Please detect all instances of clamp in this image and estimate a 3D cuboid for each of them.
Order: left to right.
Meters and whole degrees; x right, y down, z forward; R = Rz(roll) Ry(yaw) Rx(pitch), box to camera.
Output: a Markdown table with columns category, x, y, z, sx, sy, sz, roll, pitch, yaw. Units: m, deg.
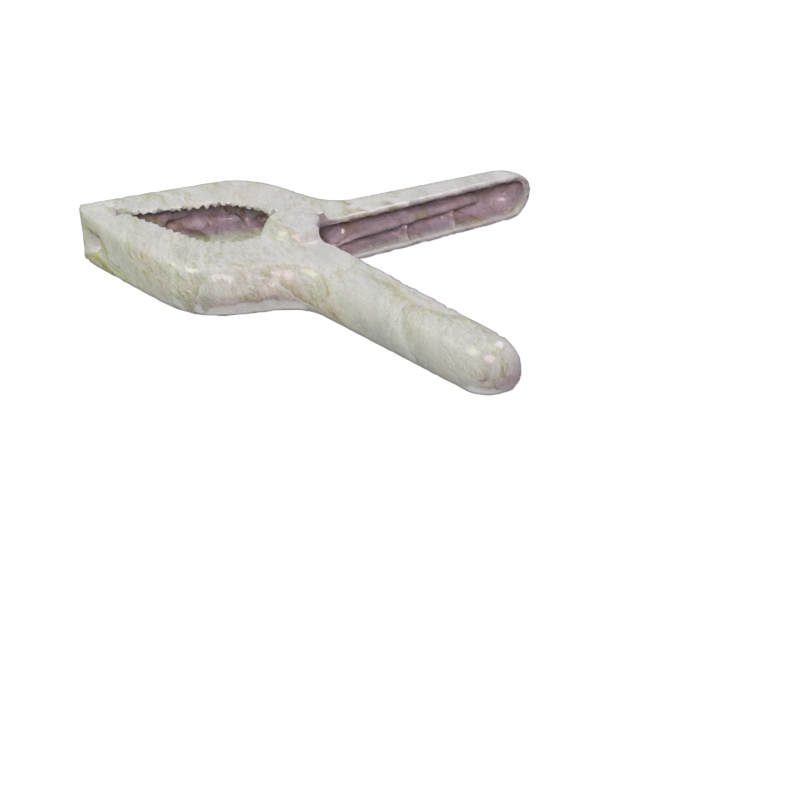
| category | x | y | z | sx | sy | sz | roll | pitch | yaw |
| --- | --- | --- | --- | --- | --- | --- | --- | --- | --- |
| clamp | -0.039 | -0.072 | 0.504 | 0.215 | 0.034 | 0.171 | 9 | 35 | 13 |
